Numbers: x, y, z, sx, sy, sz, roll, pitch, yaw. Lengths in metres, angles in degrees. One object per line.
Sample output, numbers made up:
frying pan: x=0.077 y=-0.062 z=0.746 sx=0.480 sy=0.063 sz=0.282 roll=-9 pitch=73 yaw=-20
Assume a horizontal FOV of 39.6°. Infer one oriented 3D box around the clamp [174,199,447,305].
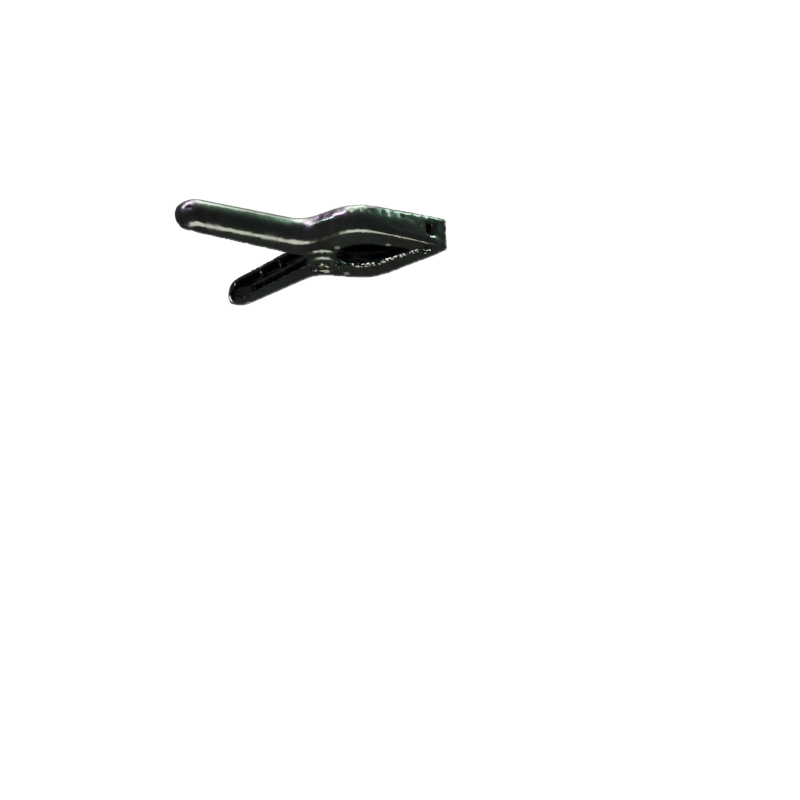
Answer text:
clamp: x=-0.070 y=-0.128 z=0.897 sx=0.213 sy=0.038 sz=0.154 roll=-6 pitch=-21 yaw=16
